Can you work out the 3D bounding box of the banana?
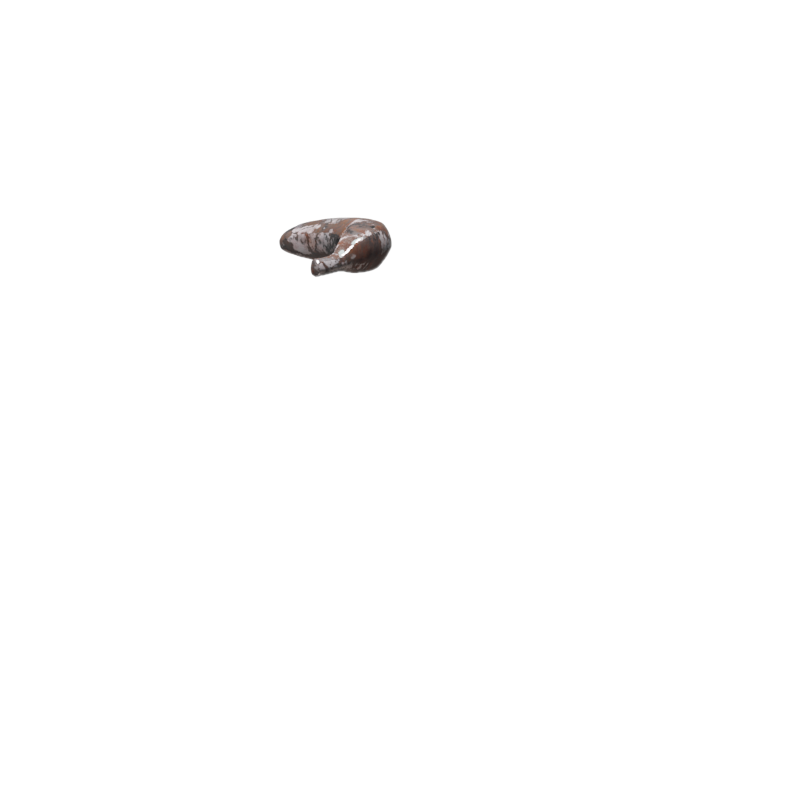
[{"bbox_3d":[-0.047,-0.120,0.839,0.069,0.036,0.204,-2,11,-12],"label":"banana"}]
